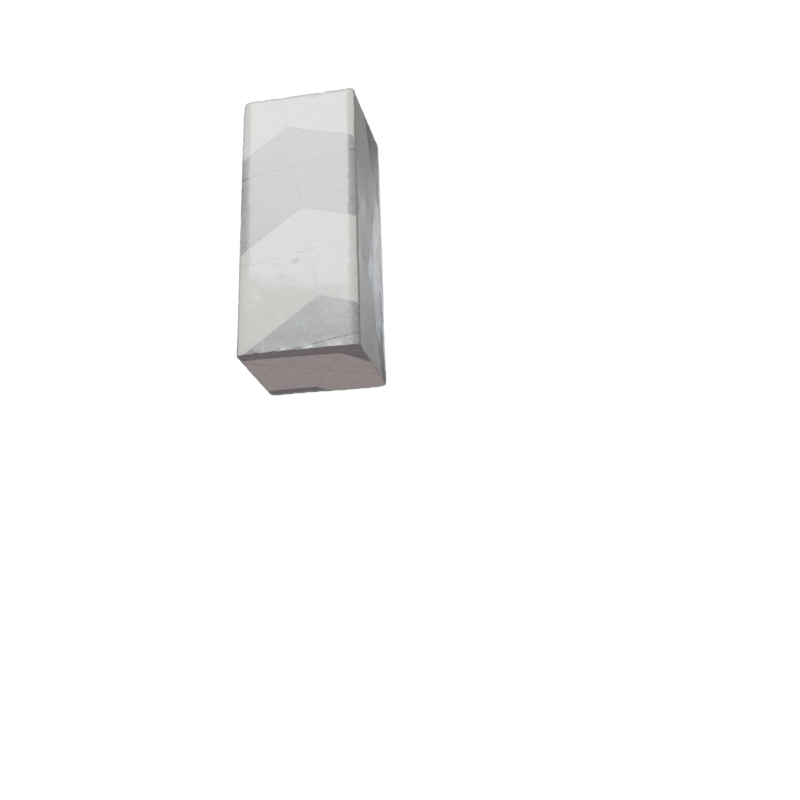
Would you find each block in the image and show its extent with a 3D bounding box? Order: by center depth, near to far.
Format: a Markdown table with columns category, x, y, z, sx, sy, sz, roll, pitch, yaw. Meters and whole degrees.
| category | x | y | z | sx | sy | sz | roll | pitch | yaw |
| --- | --- | --- | --- | --- | --- | --- | --- | --- | --- |
| block | -0.066 | -0.118 | 0.830 | 0.091 | 0.218 | 0.085 | -7 | -25 | 11 |
